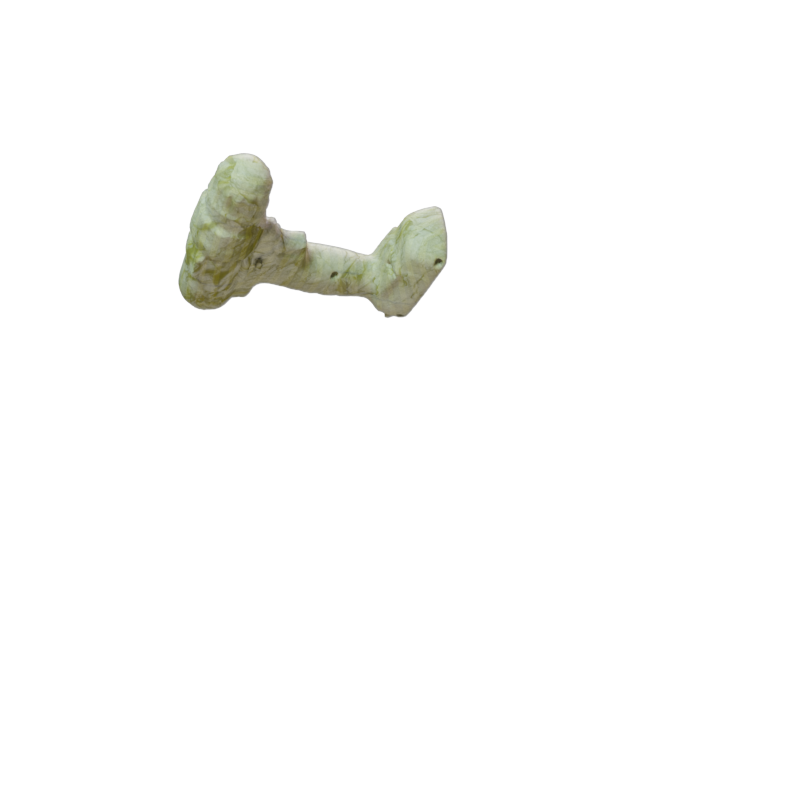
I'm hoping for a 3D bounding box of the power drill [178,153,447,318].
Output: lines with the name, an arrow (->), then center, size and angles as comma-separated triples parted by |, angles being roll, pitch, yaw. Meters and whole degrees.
power drill -> -0.065, -0.118, 0.826 | 0.183, 0.061, 0.179 | 6, -23, -15
